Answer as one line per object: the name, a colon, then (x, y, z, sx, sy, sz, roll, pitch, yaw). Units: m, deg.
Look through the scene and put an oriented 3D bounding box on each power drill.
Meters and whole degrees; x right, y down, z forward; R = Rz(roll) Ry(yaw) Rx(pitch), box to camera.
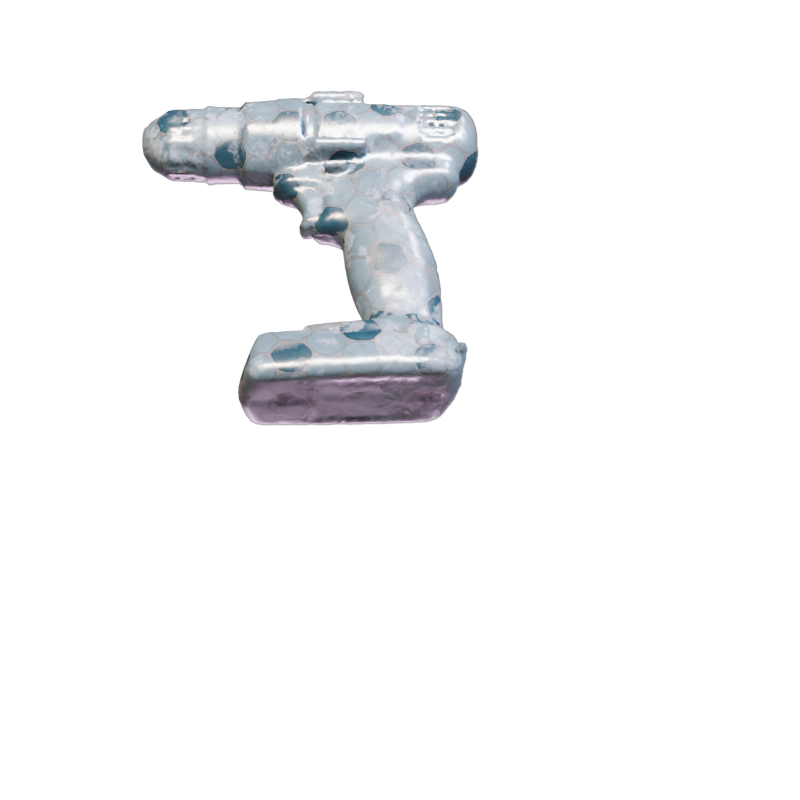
power drill: (-0.045, -0.081, 0.571, 0.184, 0.201, 0.054, -2, -33, -2)
